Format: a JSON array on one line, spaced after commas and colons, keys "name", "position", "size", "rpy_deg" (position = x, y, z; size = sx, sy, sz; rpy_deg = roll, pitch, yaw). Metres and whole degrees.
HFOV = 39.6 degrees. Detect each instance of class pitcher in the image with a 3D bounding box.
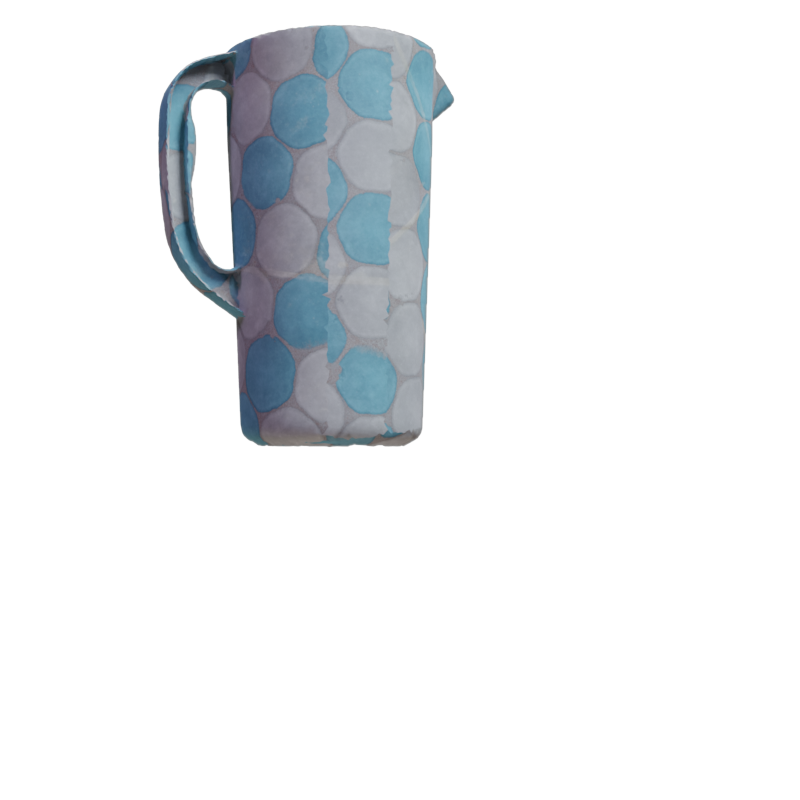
[{"name": "pitcher", "position": [-0.053, -0.096, 0.671], "size": [0.153, 0.248, 0.139], "rpy_deg": [-3, -8, 21]}]
